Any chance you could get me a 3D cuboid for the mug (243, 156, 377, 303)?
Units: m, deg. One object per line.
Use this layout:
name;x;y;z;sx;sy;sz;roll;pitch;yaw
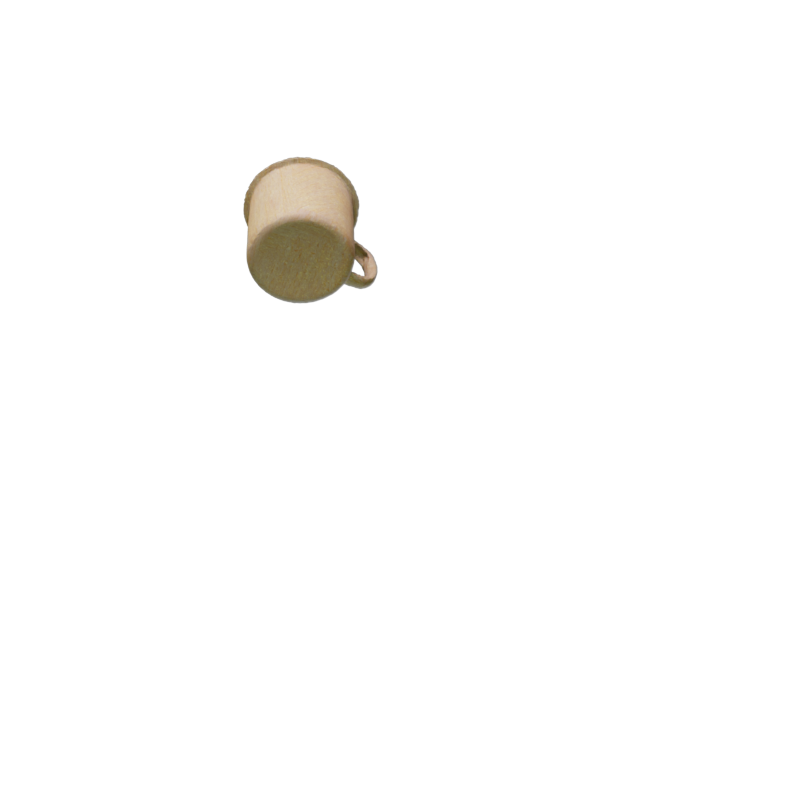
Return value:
mug;-0.067;-0.123;0.860;0.112;0.091;0.087;32;28;-21
